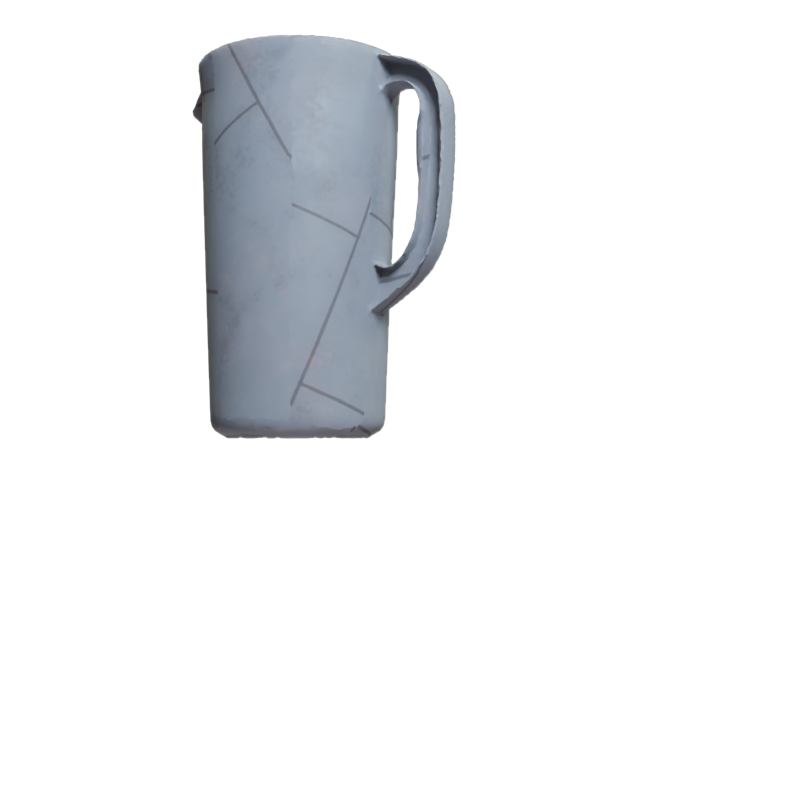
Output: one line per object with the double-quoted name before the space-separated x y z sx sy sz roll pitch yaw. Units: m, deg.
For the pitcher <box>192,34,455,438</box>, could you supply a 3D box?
"pitcher" -0.054 -0.099 0.695 0.142 0.249 0.149 2 -8 -17
